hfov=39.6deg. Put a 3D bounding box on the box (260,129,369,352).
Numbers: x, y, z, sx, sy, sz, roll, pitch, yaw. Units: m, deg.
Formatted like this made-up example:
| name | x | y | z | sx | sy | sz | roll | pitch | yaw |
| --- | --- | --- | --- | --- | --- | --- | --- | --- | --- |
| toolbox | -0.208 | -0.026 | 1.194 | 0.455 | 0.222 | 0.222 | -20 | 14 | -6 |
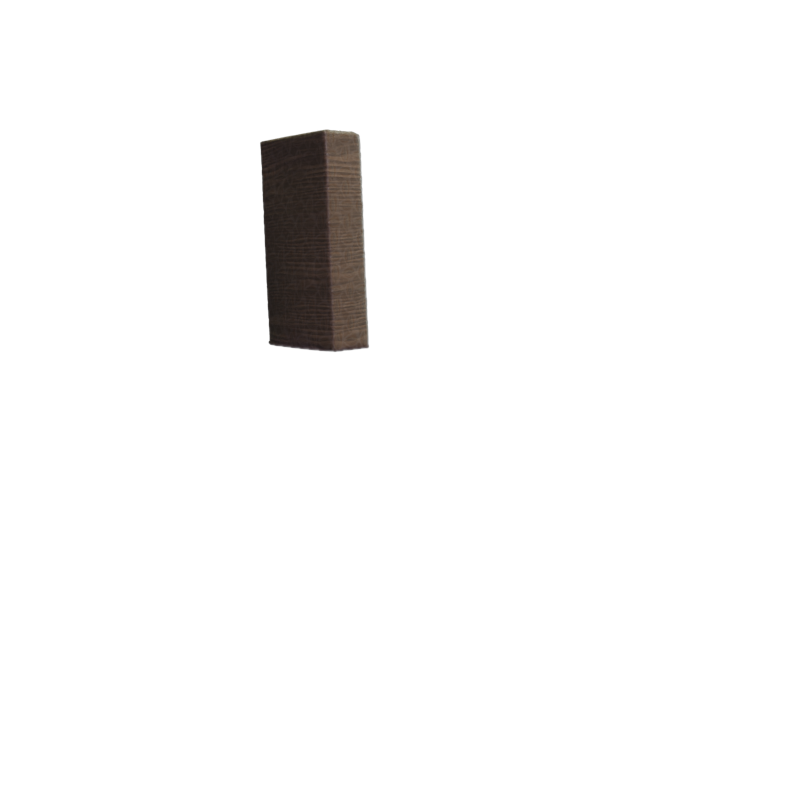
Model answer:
| name | x | y | z | sx | sy | sz | roll | pitch | yaw |
| --- | --- | --- | --- | --- | --- | --- | --- | --- | --- |
| box | -0.071 | -0.131 | 0.917 | 0.046 | 0.177 | 0.097 | 1 | 0 | -40 |
